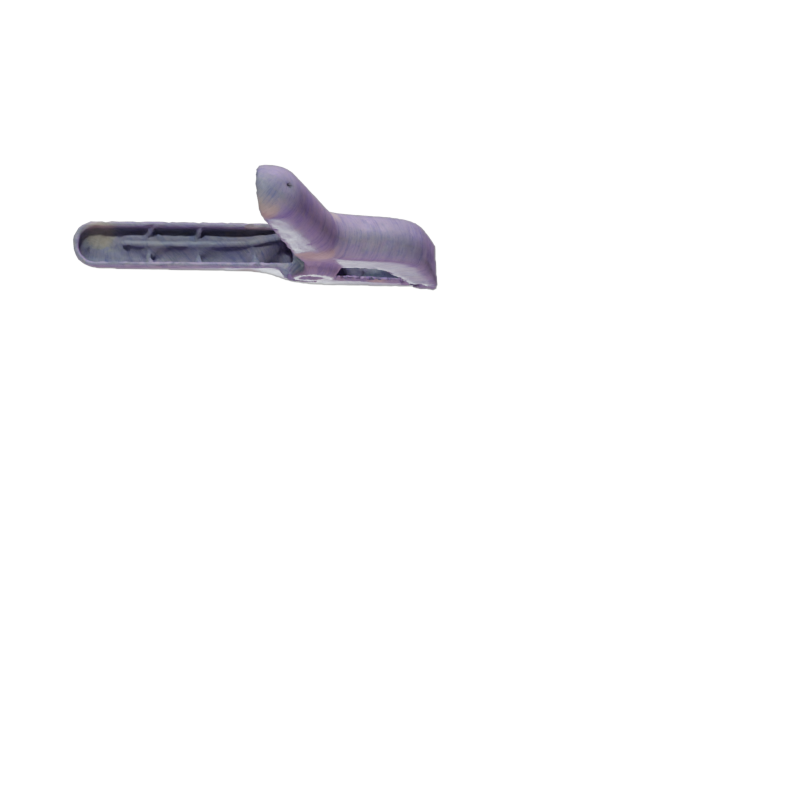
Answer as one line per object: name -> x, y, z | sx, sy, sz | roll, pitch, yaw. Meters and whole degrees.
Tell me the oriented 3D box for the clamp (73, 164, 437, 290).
clamp -> -0.047, -0.085, 0.596 | 0.201, 0.037, 0.169 | 3, -5, -38
